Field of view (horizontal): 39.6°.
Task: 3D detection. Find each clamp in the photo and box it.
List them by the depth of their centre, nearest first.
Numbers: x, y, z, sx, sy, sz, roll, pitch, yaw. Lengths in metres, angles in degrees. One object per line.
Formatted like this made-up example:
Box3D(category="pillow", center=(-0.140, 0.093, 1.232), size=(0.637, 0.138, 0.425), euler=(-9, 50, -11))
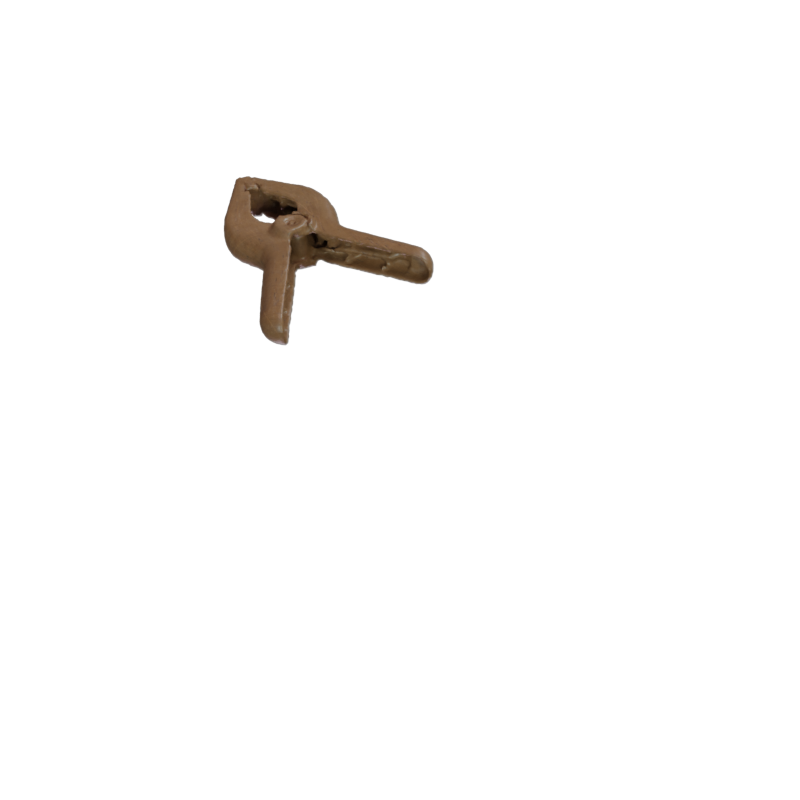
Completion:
Box3D(category="clamp", center=(-0.059, -0.107, 0.747), size=(0.119, 0.037, 0.186), euler=(-14, 42, -17))
